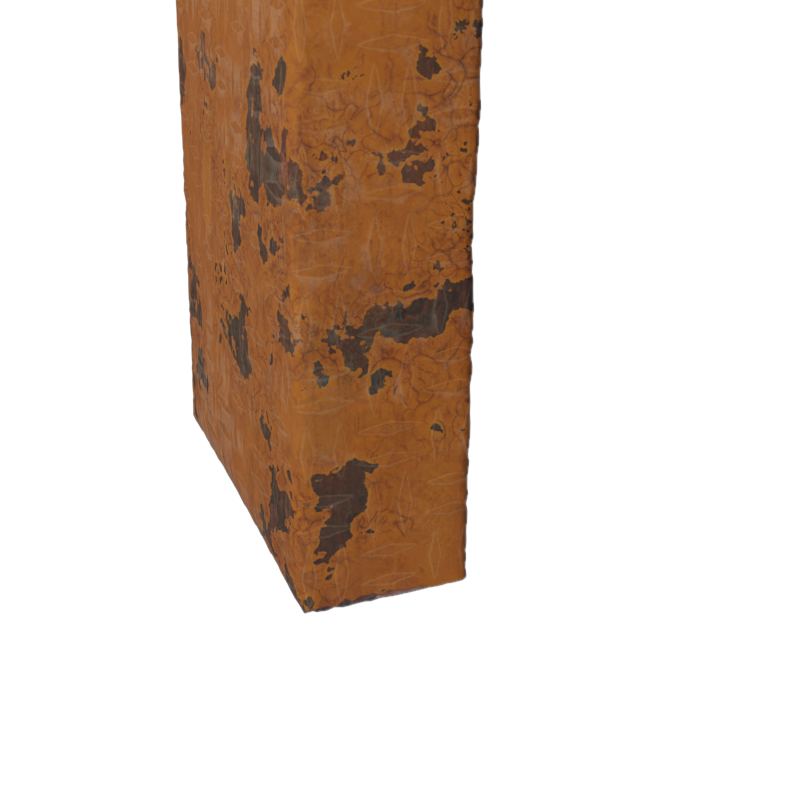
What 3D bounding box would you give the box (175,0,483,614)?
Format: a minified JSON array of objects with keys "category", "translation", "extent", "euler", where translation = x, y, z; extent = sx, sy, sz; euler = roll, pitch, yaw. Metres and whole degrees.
[{"category":"box","translation":[-0.033,-0.060,0.423],"extent":[0.070,0.205,0.175],"euler":[-6,21,-21]}]
